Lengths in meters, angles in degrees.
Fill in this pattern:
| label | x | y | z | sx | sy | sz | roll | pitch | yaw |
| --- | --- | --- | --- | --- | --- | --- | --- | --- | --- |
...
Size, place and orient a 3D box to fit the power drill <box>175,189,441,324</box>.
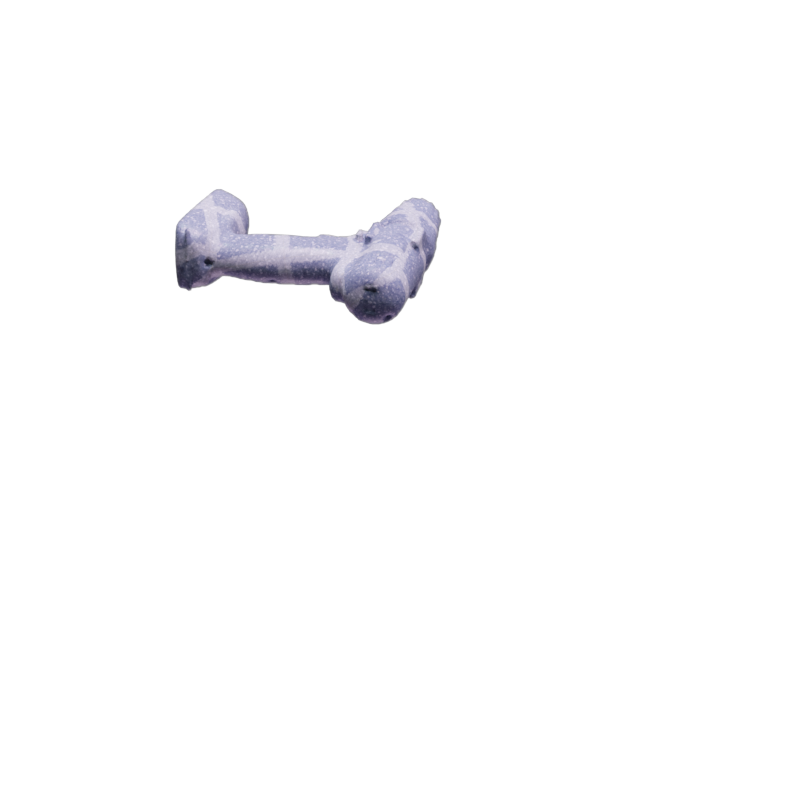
| label | x | y | z | sx | sy | sz | roll | pitch | yaw |
| --- | --- | --- | --- | --- | --- | --- | --- | --- | --- |
| power drill | -0.068 | -0.123 | 0.863 | 0.192 | 0.054 | 0.190 | 6 | 27 | 12 |
